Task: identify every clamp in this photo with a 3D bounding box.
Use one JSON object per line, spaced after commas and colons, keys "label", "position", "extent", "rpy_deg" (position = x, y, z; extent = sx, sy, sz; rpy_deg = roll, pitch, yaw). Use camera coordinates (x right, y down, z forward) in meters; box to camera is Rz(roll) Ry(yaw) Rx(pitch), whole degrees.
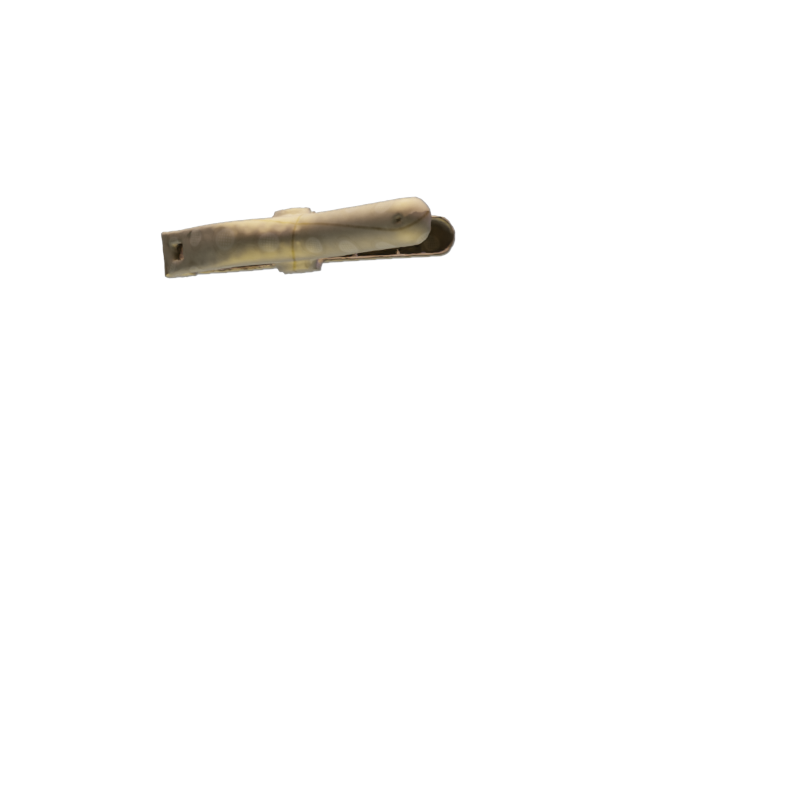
{"label": "clamp", "position": [-0.050, -0.091, 0.640], "extent": [0.176, 0.040, 0.115], "rpy_deg": [-1, -3, 21]}
